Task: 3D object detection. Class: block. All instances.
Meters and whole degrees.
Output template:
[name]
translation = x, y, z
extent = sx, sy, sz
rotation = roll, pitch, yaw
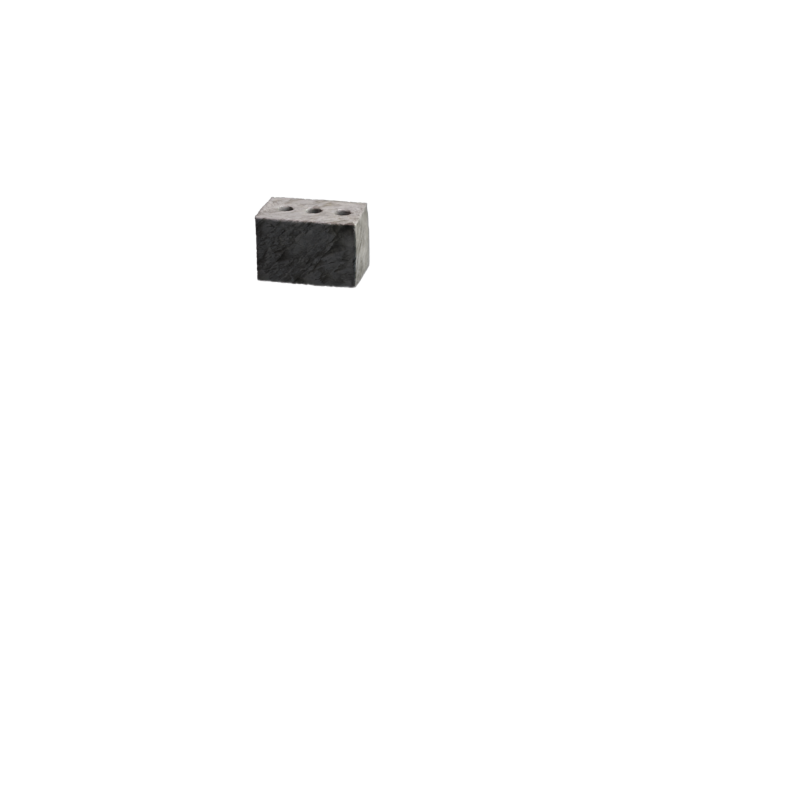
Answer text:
[block]
translation = -0.065, -0.118, 0.830
extent = 0.079, 0.049, 0.054
rotation = 5, 23, 10
